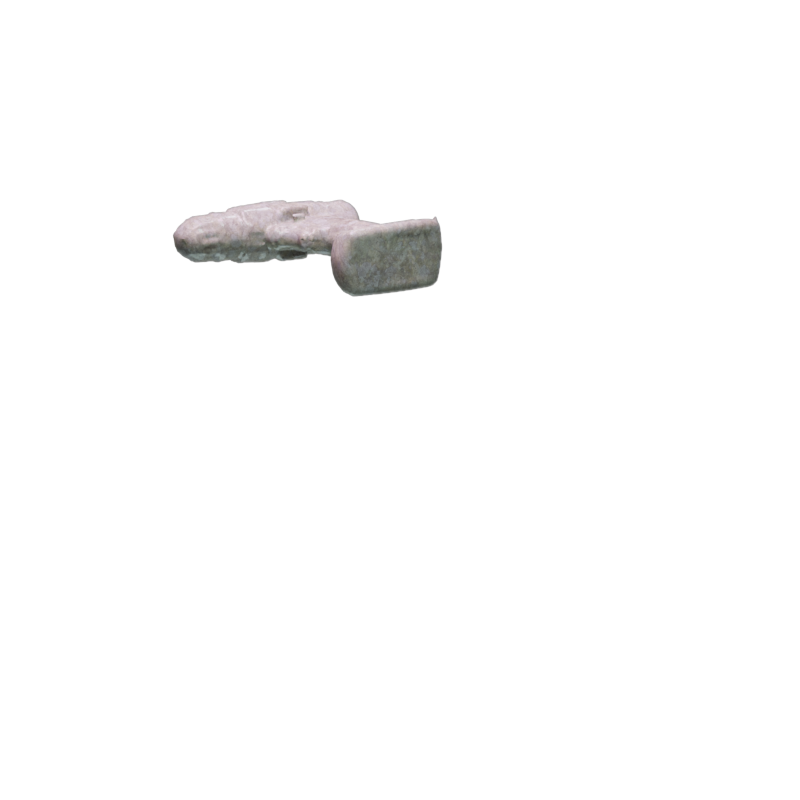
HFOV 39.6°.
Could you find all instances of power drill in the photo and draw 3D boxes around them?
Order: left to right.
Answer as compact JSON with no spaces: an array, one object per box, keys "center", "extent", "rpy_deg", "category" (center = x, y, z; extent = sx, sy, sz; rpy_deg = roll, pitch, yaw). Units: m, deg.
[{"center":[-0.073,-0.133,0.928],"extent":[0.180,0.055,0.199],"rpy_deg":[-14,24,-35],"category":"power drill"}]
